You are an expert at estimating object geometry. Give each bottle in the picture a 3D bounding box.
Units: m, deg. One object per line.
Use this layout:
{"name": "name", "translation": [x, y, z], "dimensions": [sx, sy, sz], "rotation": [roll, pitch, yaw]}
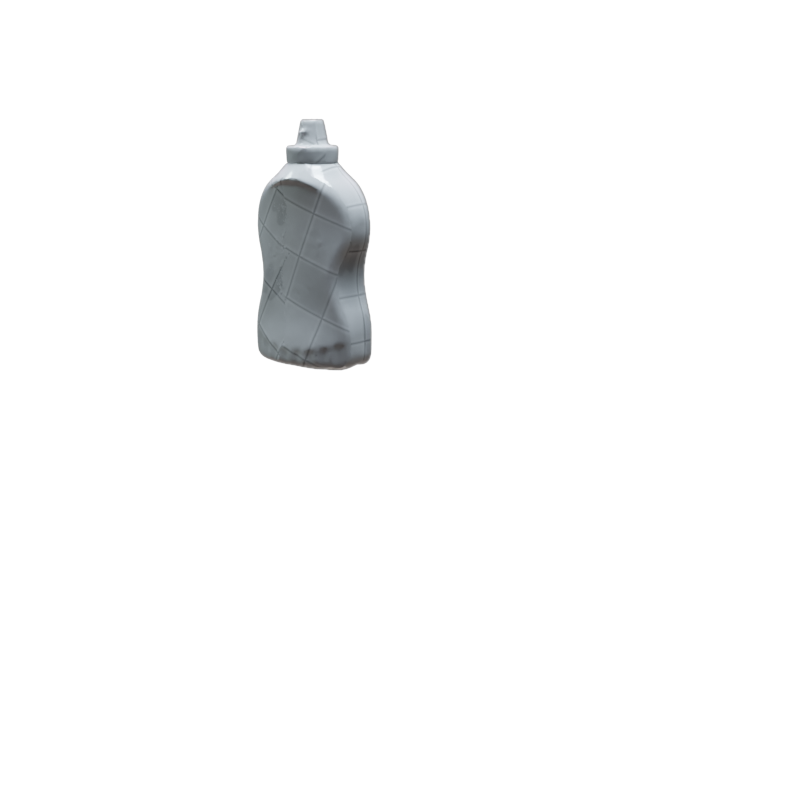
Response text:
{"name": "bottle", "translation": [-0.069, -0.124, 0.872], "dimensions": [0.100, 0.188, 0.057], "rotation": [7, 10, 38]}
